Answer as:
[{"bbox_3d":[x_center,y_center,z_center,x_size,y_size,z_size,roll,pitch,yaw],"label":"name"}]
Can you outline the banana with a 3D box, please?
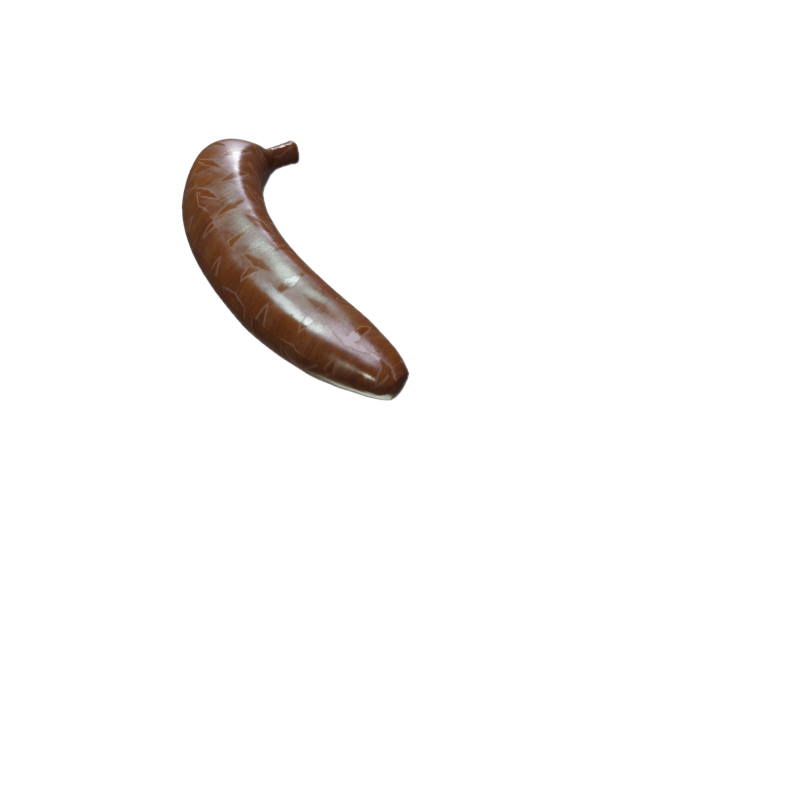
[{"bbox_3d":[-0.057,-0.069,0.482,0.069,0.034,0.214,-10,41,-12],"label":"banana"}]
